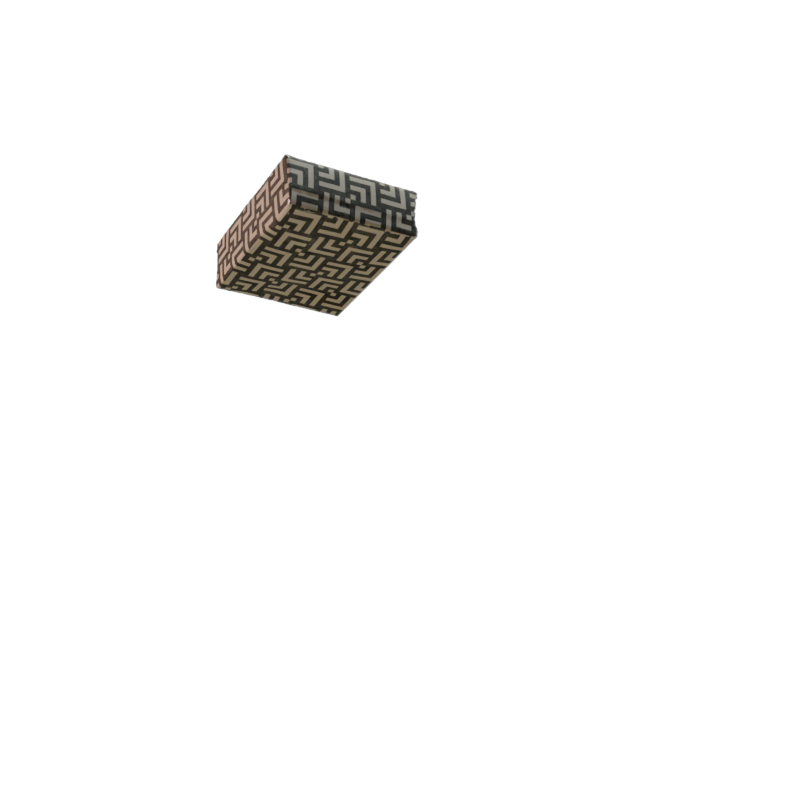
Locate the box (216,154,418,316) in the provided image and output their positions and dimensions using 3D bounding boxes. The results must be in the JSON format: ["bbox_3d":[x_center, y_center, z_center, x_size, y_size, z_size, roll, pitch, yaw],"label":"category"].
[{"bbox_3d":[-0.054,-0.099,0.694,0.086,0.041,0.111,13,-28,-26],"label":"box"}]
